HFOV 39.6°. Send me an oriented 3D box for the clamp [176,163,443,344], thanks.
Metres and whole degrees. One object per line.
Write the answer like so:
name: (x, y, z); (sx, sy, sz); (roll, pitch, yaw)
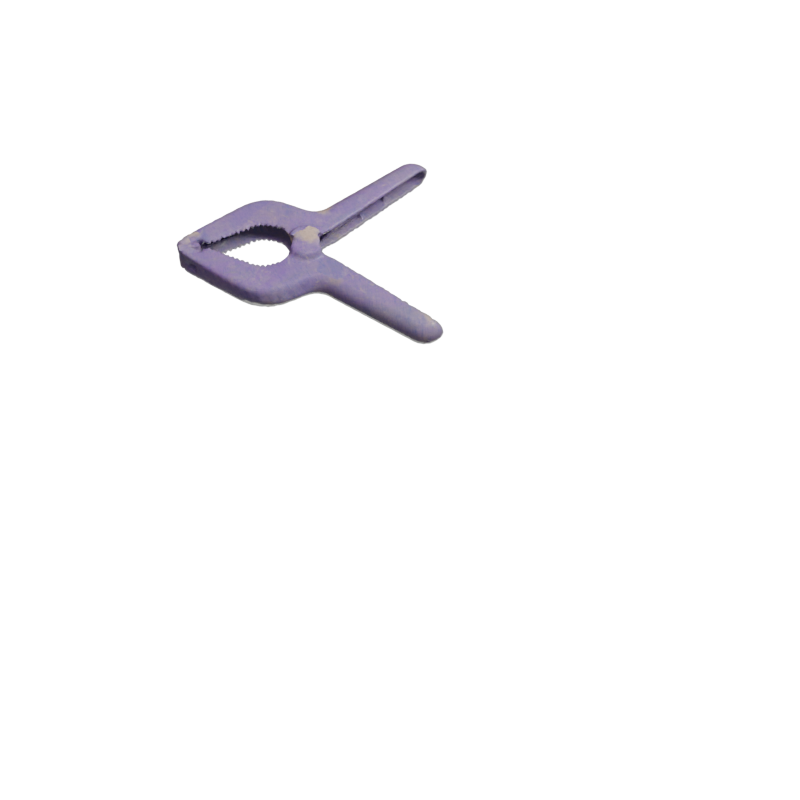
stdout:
clamp: (-0.069, -0.126, 0.881); (0.211, 0.175, 0.034); (4, -33, 2)
